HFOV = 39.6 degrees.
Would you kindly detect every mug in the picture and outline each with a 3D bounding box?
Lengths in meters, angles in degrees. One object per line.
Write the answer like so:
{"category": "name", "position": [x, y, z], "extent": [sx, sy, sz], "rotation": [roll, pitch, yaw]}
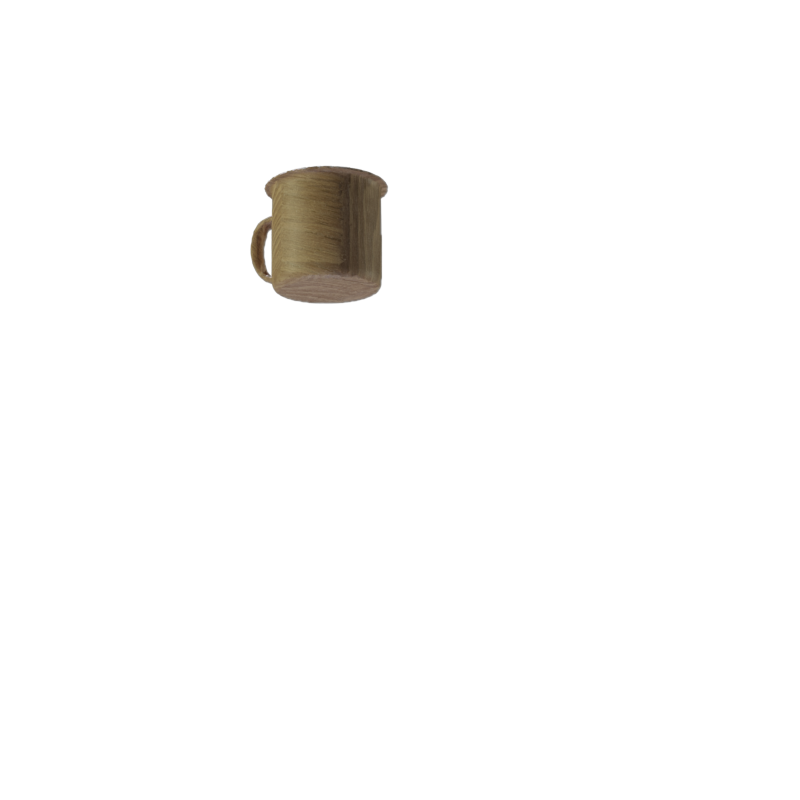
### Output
{"category": "mug", "position": [-0.065, -0.118, 0.830], "extent": [0.120, 0.085, 0.088], "rotation": [-8, -15, 31]}
